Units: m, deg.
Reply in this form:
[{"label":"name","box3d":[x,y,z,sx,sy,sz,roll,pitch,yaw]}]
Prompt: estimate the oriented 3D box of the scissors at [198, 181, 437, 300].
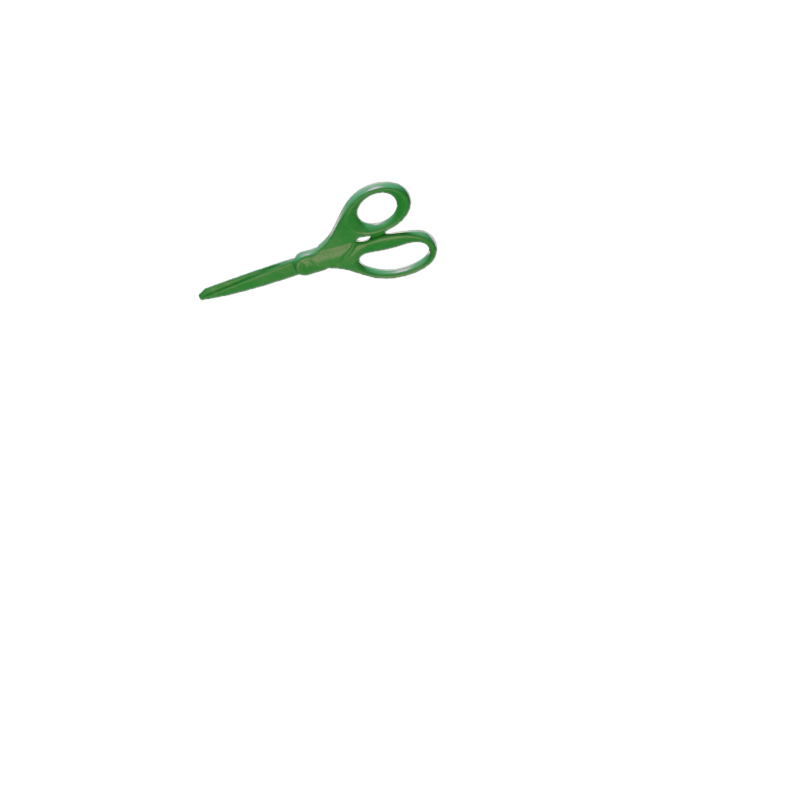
[{"label":"scissors","box3d":[-0.071,-0.130,0.909,0.202,0.090,0.017,-4,32,2]}]
